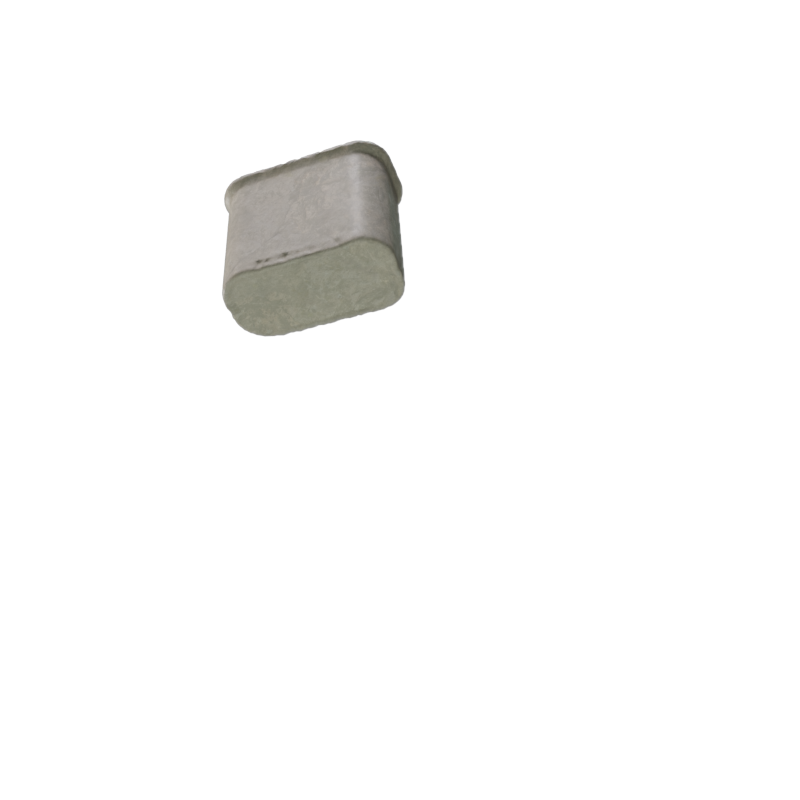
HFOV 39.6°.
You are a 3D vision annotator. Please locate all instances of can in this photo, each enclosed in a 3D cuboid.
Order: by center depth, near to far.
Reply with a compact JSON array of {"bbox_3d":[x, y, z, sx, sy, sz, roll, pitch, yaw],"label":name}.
[{"bbox_3d":[-0.048,-0.088,0.618,0.103,0.090,0.053,-15,-46,13],"label":"can"}]
